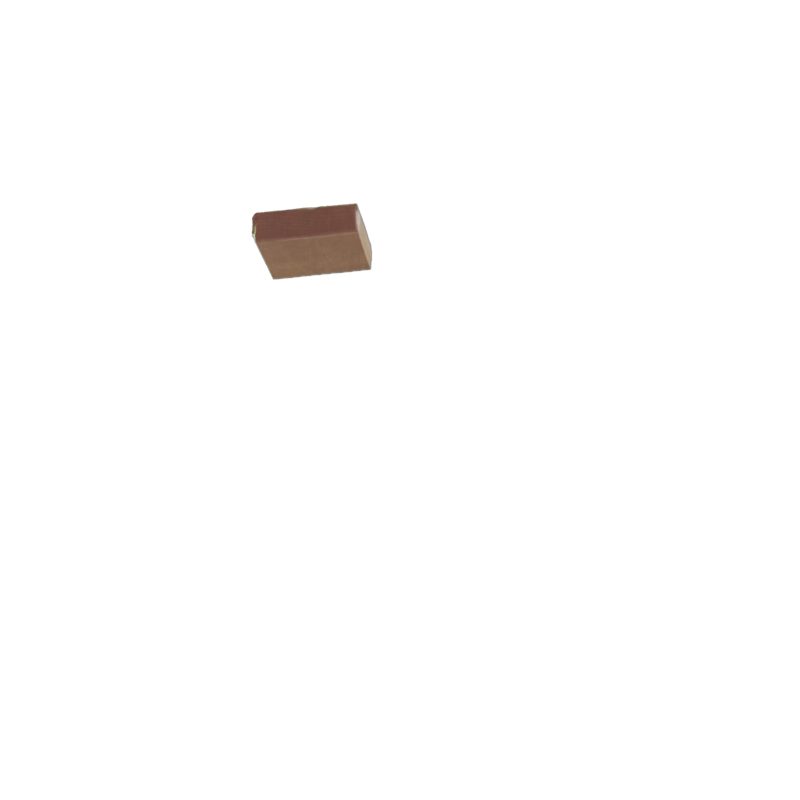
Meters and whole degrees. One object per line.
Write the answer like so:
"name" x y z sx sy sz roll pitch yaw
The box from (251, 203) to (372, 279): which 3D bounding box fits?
"box" -0.072 -0.132 0.924 0.090 0.032 0.068 -4 -22 9
